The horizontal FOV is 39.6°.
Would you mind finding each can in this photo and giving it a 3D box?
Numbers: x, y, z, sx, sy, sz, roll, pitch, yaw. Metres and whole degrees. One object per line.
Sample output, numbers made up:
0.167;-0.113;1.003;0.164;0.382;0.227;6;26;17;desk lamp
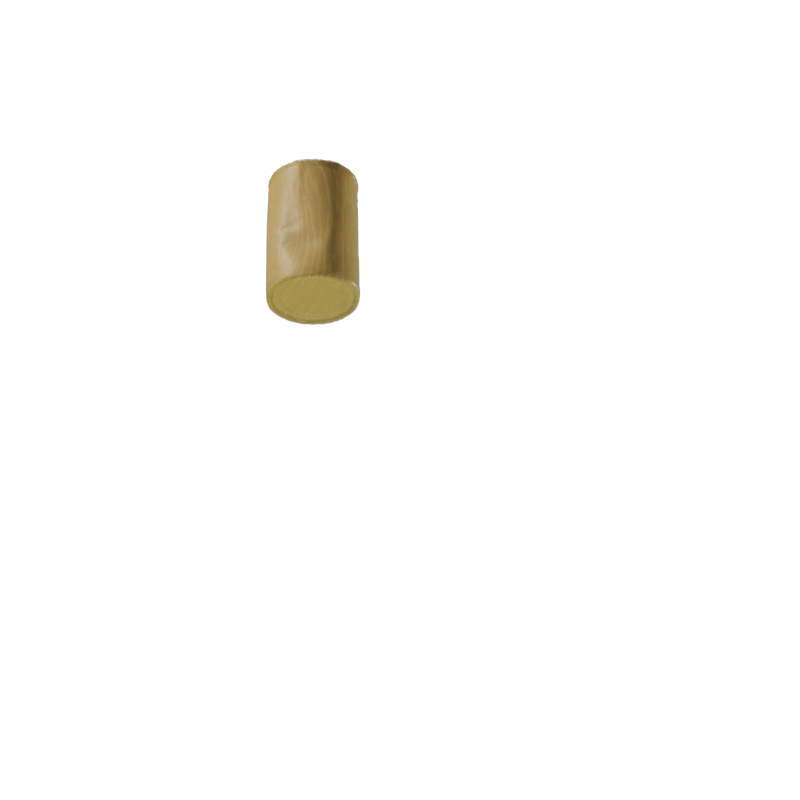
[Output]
-0.063;-0.115;0.803;0.068;0.109;0.064;-1;-32;-2;can
